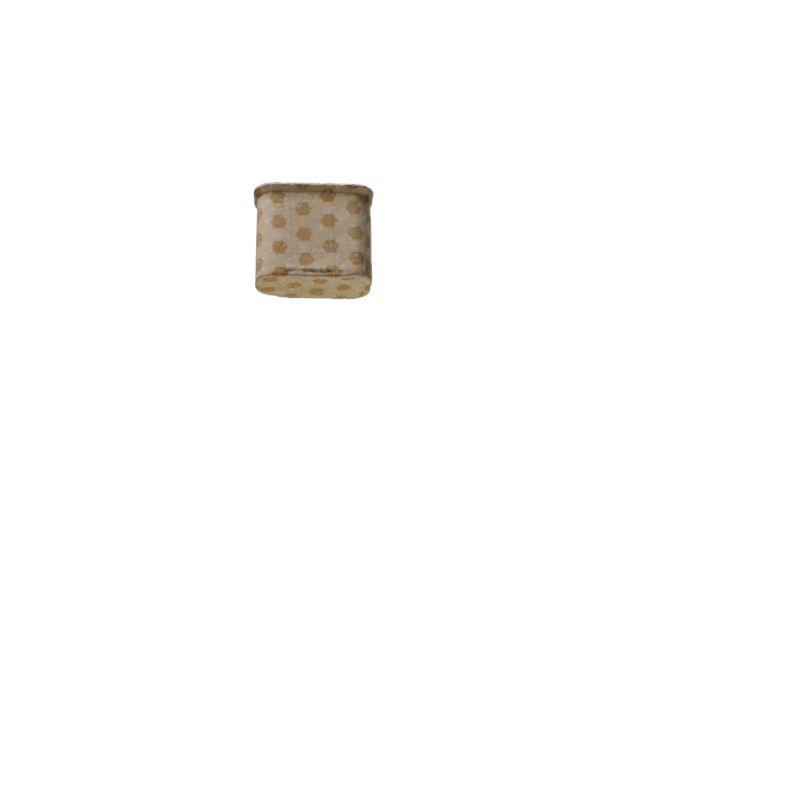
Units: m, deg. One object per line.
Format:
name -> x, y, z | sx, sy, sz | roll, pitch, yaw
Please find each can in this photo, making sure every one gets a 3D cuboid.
can -> -0.073, -0.133, 0.931 | 0.101, 0.088, 0.055 | 0, -21, -3
